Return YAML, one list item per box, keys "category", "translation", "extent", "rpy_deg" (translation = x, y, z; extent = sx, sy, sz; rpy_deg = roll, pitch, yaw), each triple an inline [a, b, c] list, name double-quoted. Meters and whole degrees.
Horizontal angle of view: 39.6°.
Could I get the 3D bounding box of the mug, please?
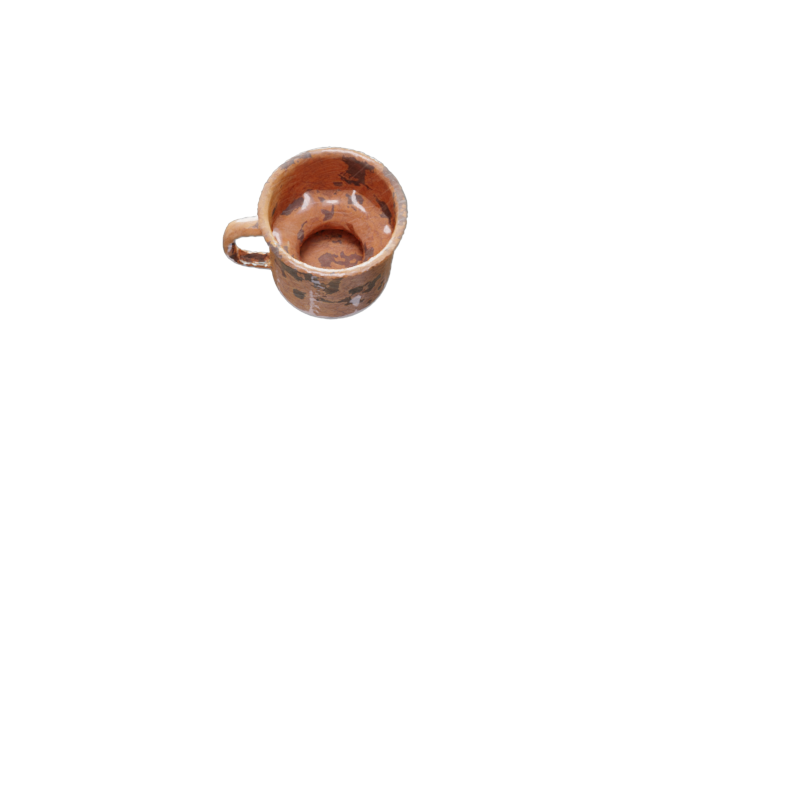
- category: "mug"
  translation: [-0.056, -0.103, 0.718]
  extent: [0.117, 0.099, 0.077]
  rpy_deg: [-6, -24, -4]
